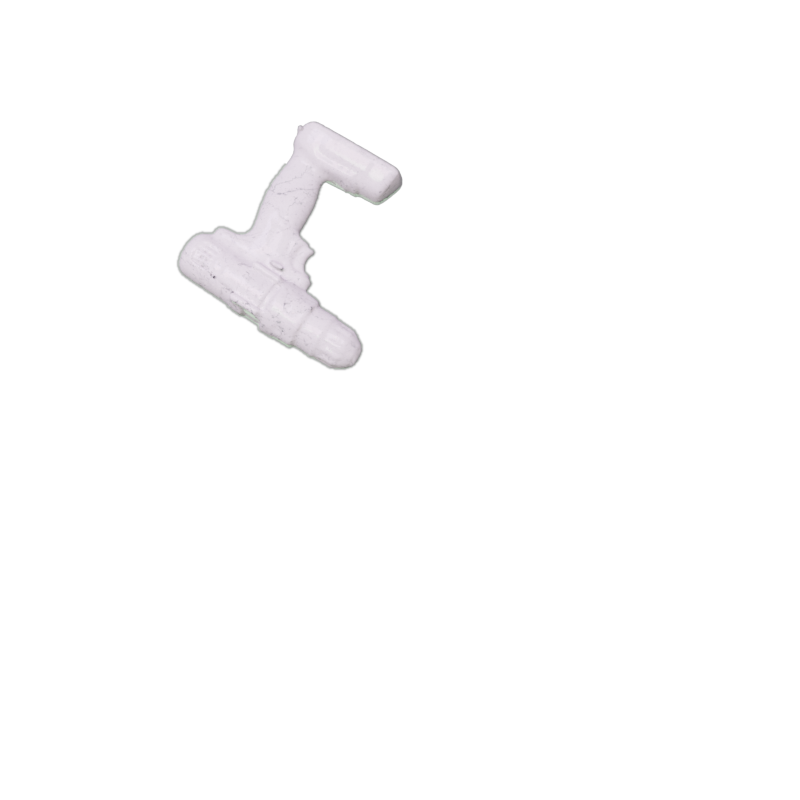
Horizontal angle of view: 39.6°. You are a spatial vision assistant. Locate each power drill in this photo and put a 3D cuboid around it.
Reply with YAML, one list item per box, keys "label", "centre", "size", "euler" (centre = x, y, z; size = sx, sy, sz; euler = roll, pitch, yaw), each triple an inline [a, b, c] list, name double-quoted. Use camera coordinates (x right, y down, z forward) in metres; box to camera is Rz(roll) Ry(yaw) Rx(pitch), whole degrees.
- label: "power drill"
  centre: [-0.078, -0.141, 0.991]
  size: [0.189, 0.191, 0.055]
  euler: [32, -15, 9]
